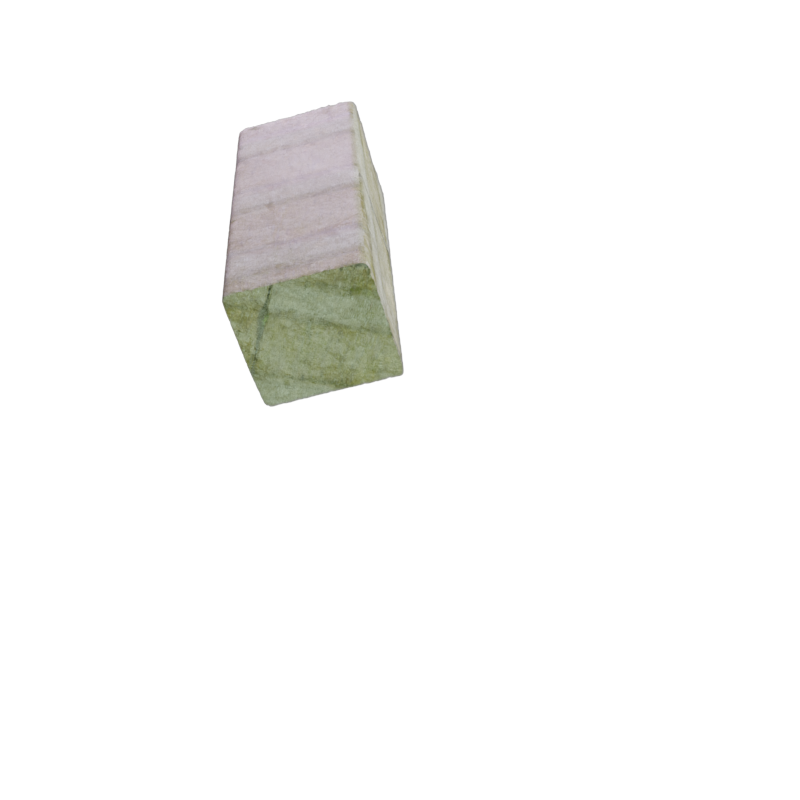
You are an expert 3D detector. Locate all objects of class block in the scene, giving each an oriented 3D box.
[{"bbox_3d":[-0.058,-0.106,0.737,0.091,0.084,0.221,-14,38,7],"label":"block"}]
